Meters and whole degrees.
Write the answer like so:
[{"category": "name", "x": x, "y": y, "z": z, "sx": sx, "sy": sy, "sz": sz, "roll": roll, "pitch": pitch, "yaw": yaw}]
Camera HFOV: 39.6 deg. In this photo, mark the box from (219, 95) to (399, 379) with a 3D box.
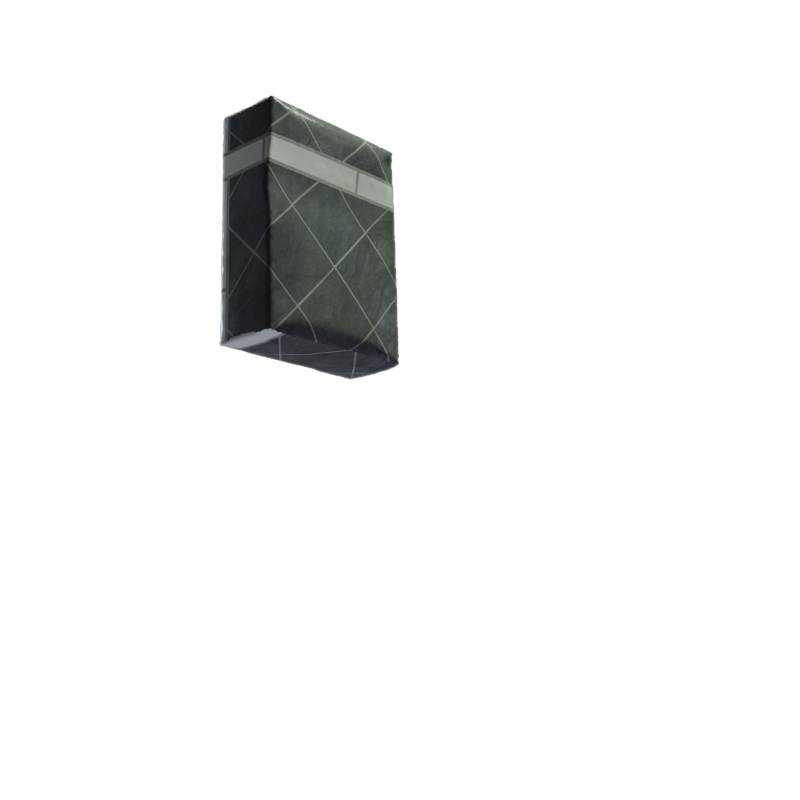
[{"category": "box", "x": -0.077, "y": -0.140, "z": 0.979, "sx": 0.073, "sy": 0.224, "sz": 0.154, "roll": -19, "pitch": -25, "yaw": 40}]
